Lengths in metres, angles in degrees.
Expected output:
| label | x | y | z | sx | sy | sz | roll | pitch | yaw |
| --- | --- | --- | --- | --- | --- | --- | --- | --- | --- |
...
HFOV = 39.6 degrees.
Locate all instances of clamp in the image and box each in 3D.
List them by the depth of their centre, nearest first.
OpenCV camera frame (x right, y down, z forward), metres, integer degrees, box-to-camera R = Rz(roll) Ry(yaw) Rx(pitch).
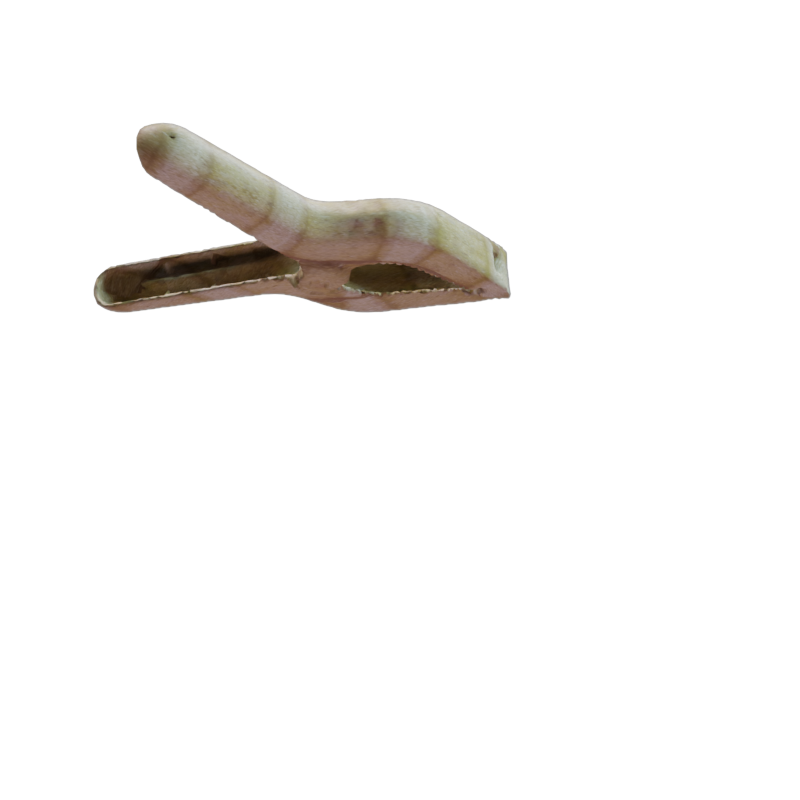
| label | x | y | z | sx | sy | sz | roll | pitch | yaw |
| --- | --- | --- | --- | --- | --- | --- | --- | --- | --- |
| clamp | -0.042 | -0.077 | 0.536 | 0.207 | 0.038 | 0.159 | 4 | -19 | -10 |
